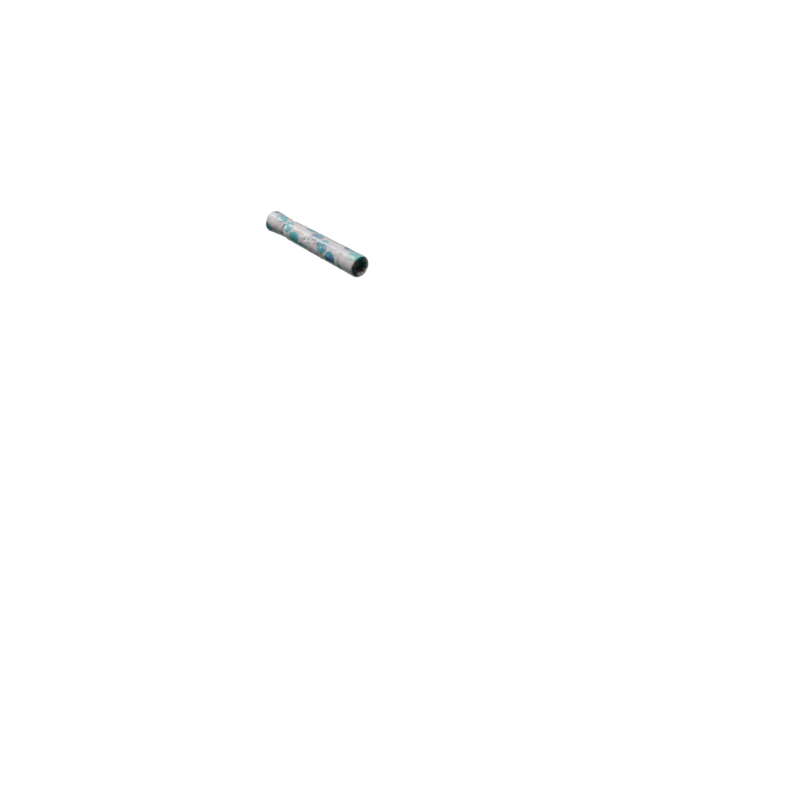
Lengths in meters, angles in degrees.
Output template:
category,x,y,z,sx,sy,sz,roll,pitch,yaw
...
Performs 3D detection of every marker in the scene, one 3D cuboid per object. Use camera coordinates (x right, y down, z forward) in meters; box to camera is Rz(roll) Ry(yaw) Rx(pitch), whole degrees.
category,x,y,z,sx,sy,sz,roll,pitch,yaw
marker,-0.073,-0.133,0.934,0.019,0.019,0.130,-3,26,-43
